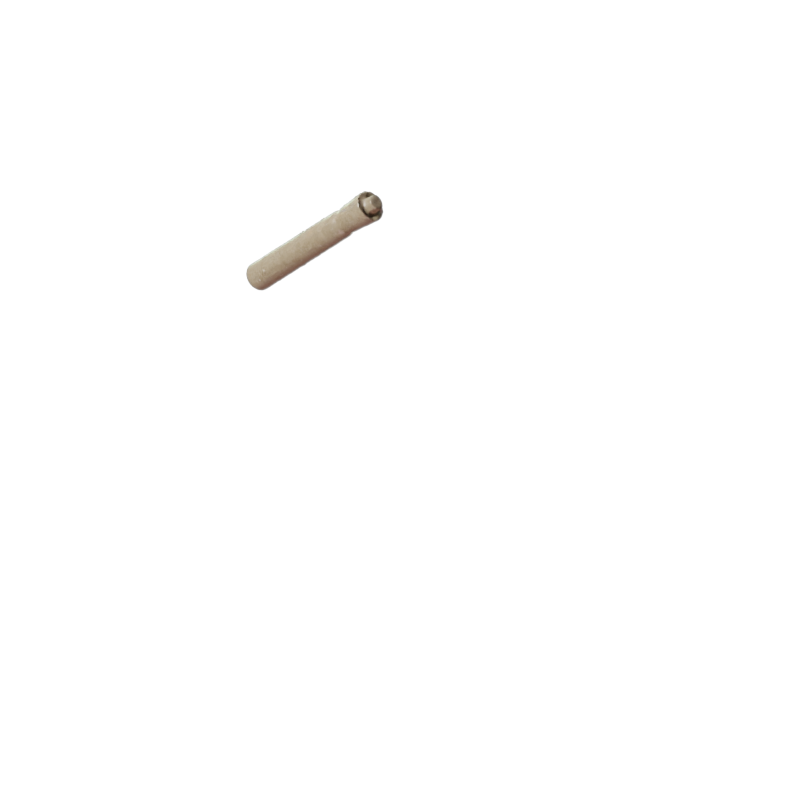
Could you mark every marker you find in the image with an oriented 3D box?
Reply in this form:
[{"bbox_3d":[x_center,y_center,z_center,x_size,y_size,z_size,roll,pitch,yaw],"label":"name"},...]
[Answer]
[{"bbox_3d":[-0.052,-0.096,0.670,0.019,0.020,0.121,-3,-14,-43],"label":"marker"}]
